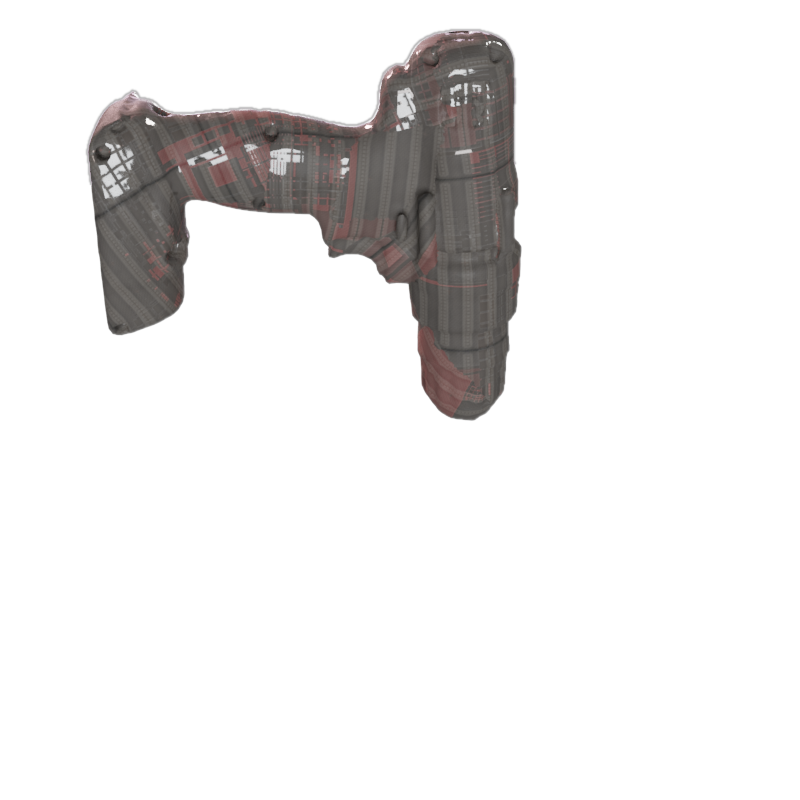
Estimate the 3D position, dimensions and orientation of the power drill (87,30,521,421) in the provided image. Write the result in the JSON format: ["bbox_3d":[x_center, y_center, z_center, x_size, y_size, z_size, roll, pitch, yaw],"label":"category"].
[{"bbox_3d":[-0.039,-0.072,0.503,0.188,0.176,0.060,-2,22,0],"label":"power drill"}]
